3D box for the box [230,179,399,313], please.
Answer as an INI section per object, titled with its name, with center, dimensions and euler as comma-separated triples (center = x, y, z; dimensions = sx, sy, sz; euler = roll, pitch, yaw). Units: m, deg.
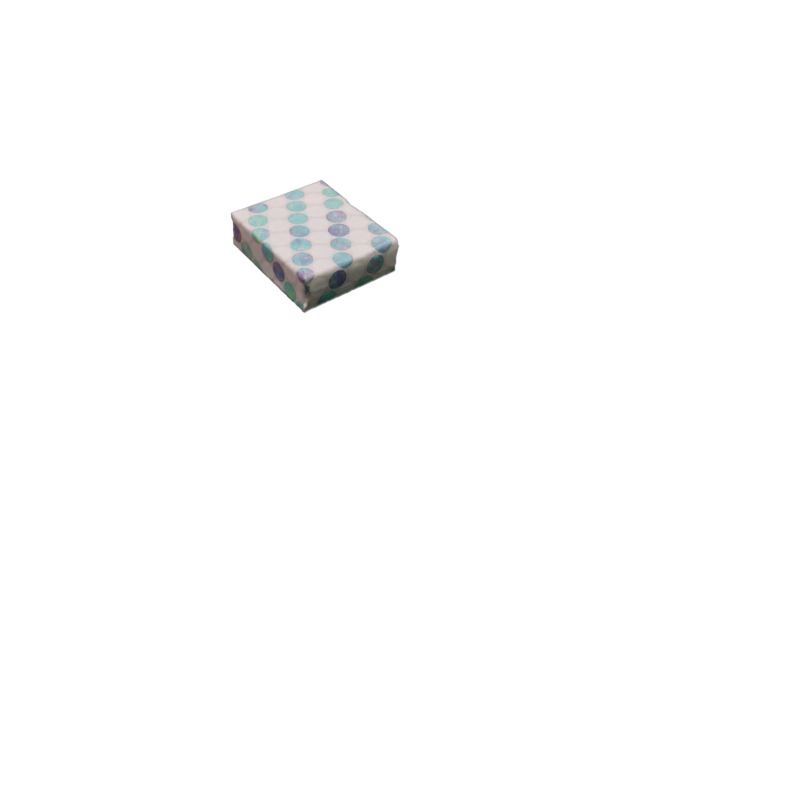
[box]
center = -0.056, -0.103, 0.720
dimensions = 0.073, 0.028, 0.096
euler = -25, 47, -26
